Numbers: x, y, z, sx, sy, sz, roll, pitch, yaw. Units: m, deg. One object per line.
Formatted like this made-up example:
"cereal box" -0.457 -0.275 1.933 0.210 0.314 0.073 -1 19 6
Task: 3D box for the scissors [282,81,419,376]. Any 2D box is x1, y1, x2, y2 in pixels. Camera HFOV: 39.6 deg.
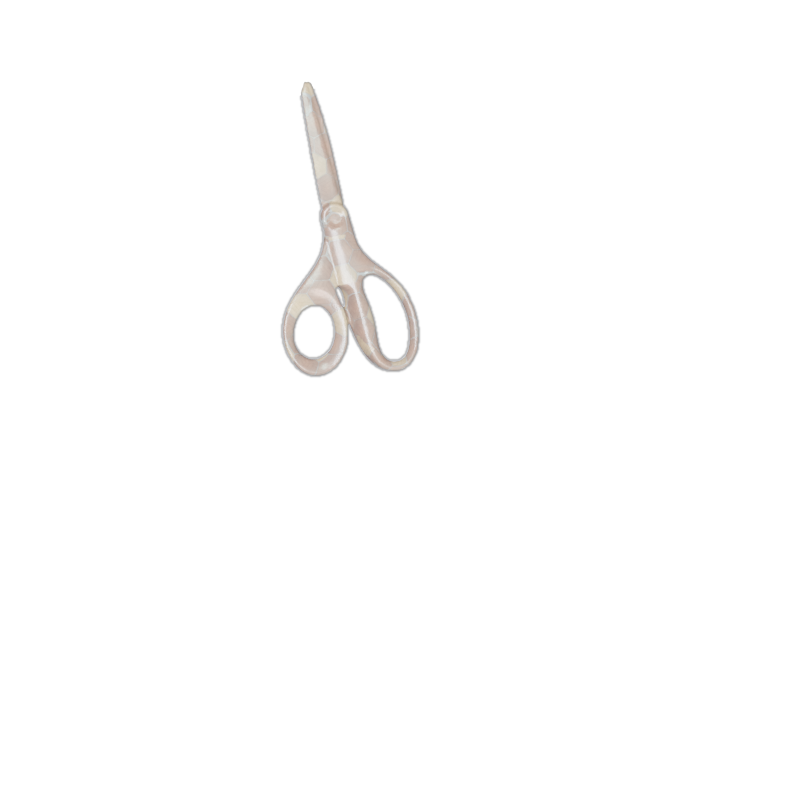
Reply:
"scissors" -0.057 -0.104 0.728 0.096 0.208 0.015 -26 -10 -5
